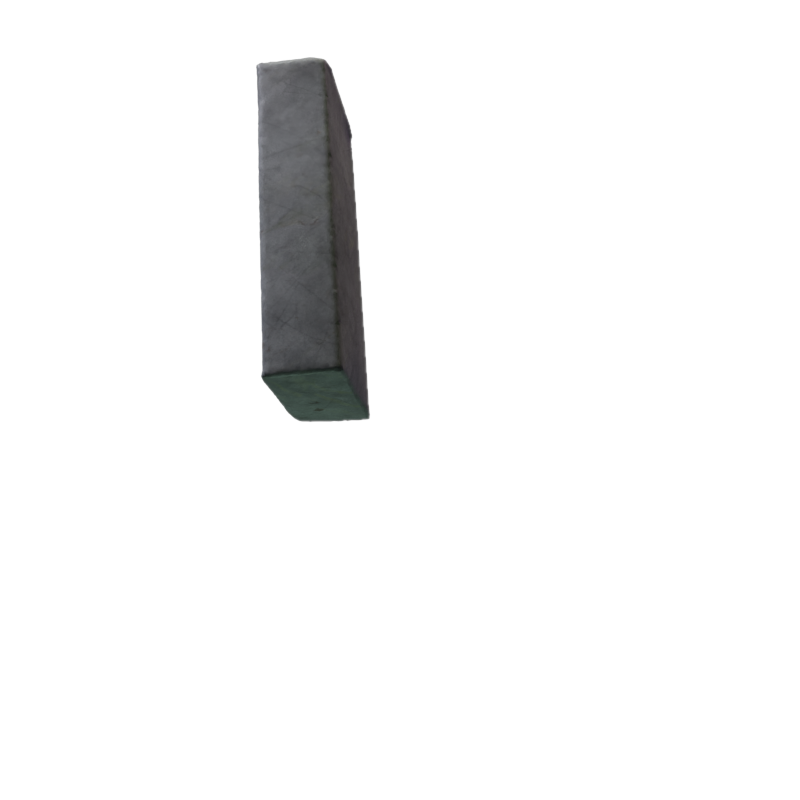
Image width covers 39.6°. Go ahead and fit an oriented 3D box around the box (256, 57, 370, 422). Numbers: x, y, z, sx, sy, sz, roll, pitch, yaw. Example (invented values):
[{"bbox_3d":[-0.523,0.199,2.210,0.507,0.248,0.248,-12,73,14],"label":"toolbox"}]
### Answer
[{"bbox_3d":[-0.046,-0.084,0.591,0.048,0.185,0.088,-4,-21,6],"label":"box"}]
